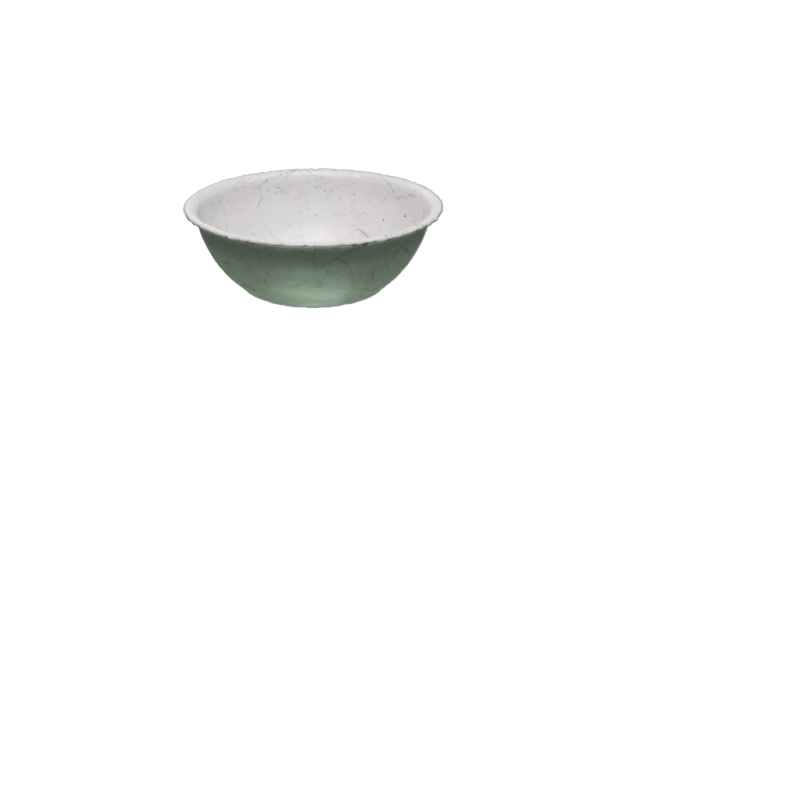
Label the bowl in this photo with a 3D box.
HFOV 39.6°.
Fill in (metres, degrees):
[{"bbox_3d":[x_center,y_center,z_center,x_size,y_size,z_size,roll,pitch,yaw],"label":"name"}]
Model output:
[{"bbox_3d":[-0.055,-0.100,0.701,0.162,0.052,0.171,-1,25,-2],"label":"bowl"}]
